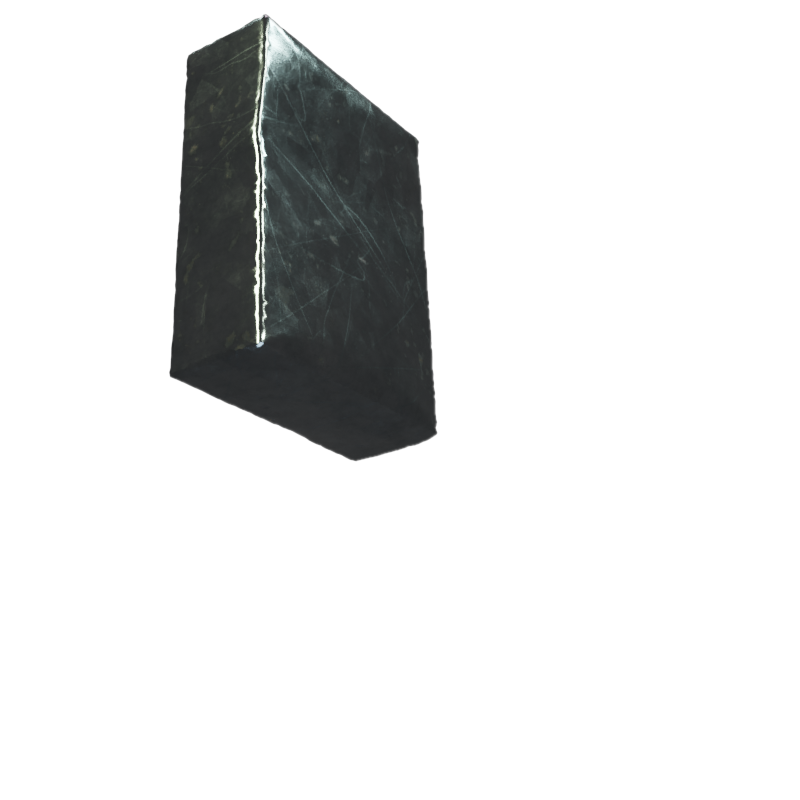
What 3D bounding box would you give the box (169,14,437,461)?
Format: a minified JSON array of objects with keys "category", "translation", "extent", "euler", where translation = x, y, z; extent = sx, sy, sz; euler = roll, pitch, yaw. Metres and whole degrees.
[{"category":"box","translation":[-0.051,-0.092,0.648],"extent":[0.072,0.227,0.153],"euler":[-21,-33,31]}]
